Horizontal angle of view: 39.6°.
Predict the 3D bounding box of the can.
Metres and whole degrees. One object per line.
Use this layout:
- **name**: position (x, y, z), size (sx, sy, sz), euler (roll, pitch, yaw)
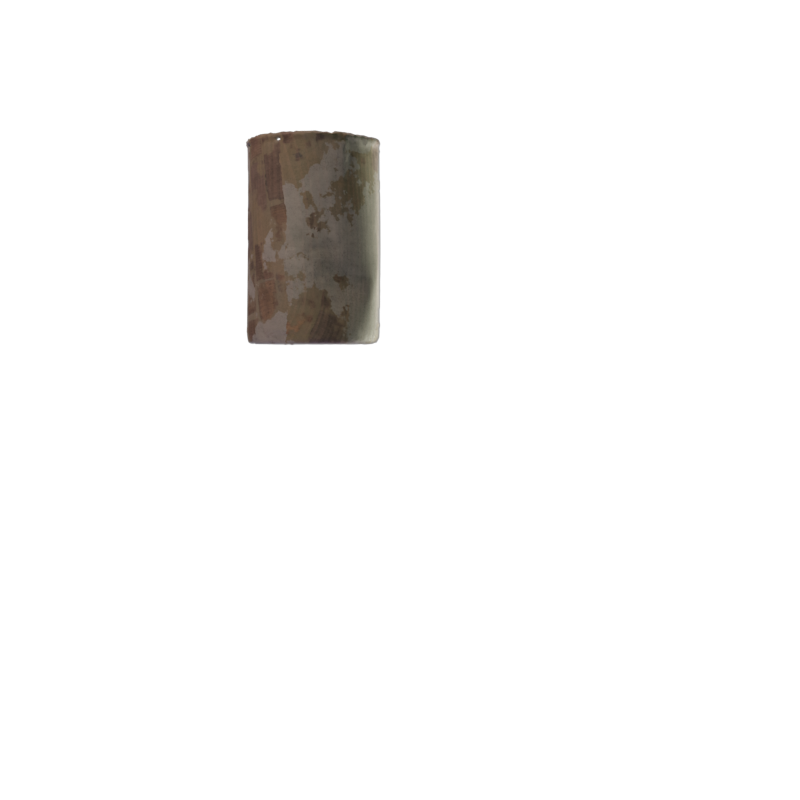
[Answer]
- **can**: position (-0.044, -0.080, 0.558), size (0.068, 0.103, 0.068), euler (0, -1, -2)
